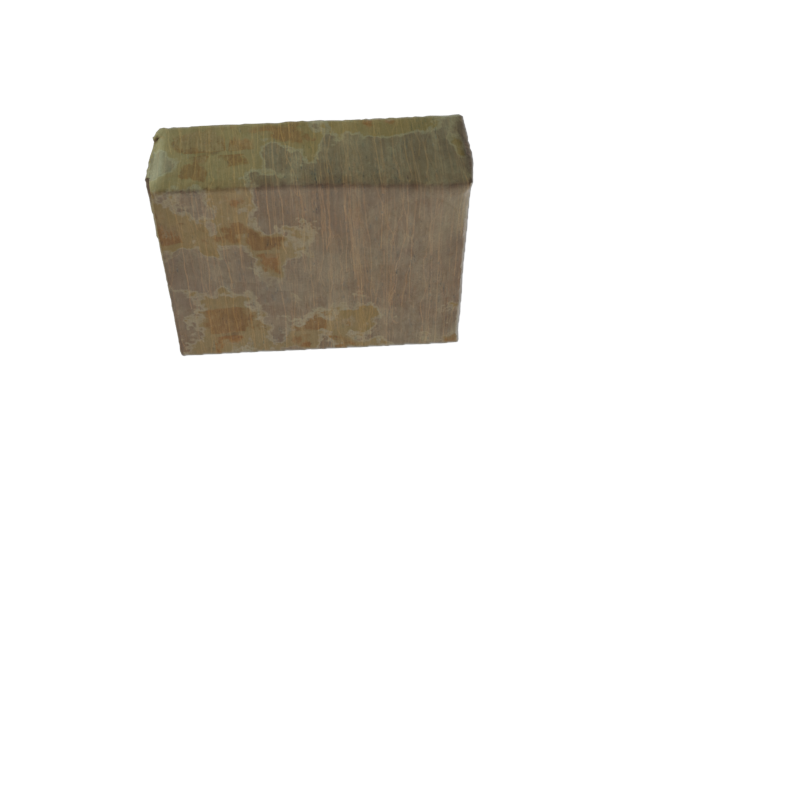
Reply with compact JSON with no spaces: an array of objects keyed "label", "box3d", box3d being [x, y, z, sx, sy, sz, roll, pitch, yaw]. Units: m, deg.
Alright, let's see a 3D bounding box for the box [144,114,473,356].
[{"label":"box","box3d":[-0.032,-0.059,0.414,0.113,0.042,0.084,-1,-39,0]}]
